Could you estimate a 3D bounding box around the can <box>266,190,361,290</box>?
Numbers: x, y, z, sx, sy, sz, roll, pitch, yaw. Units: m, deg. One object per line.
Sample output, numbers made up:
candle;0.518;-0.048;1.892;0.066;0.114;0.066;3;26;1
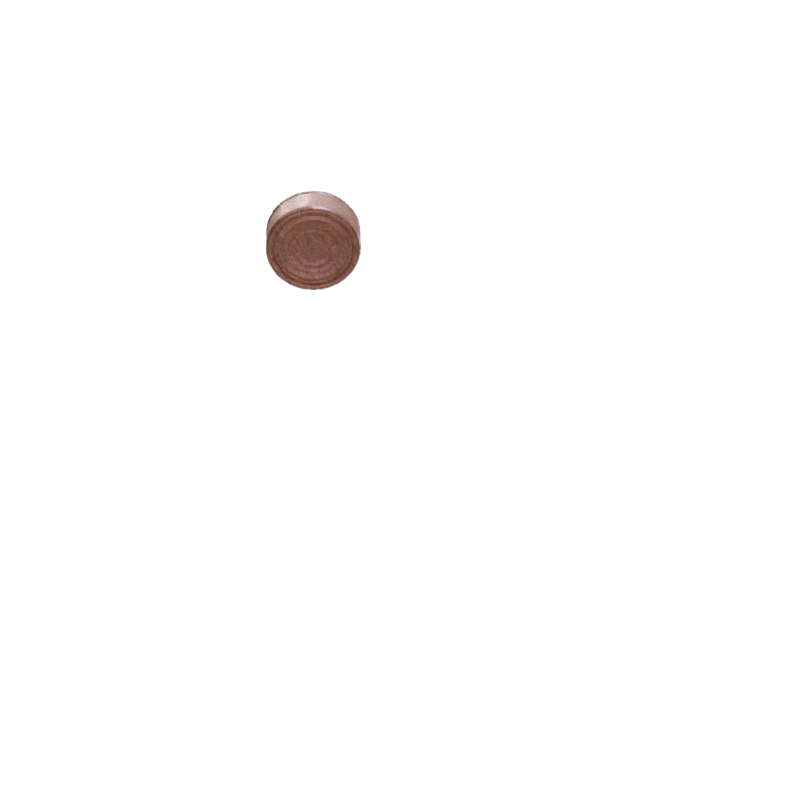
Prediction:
can;-0.078;-0.142;0.992;0.086;0.081;0.036;1;32;-1
